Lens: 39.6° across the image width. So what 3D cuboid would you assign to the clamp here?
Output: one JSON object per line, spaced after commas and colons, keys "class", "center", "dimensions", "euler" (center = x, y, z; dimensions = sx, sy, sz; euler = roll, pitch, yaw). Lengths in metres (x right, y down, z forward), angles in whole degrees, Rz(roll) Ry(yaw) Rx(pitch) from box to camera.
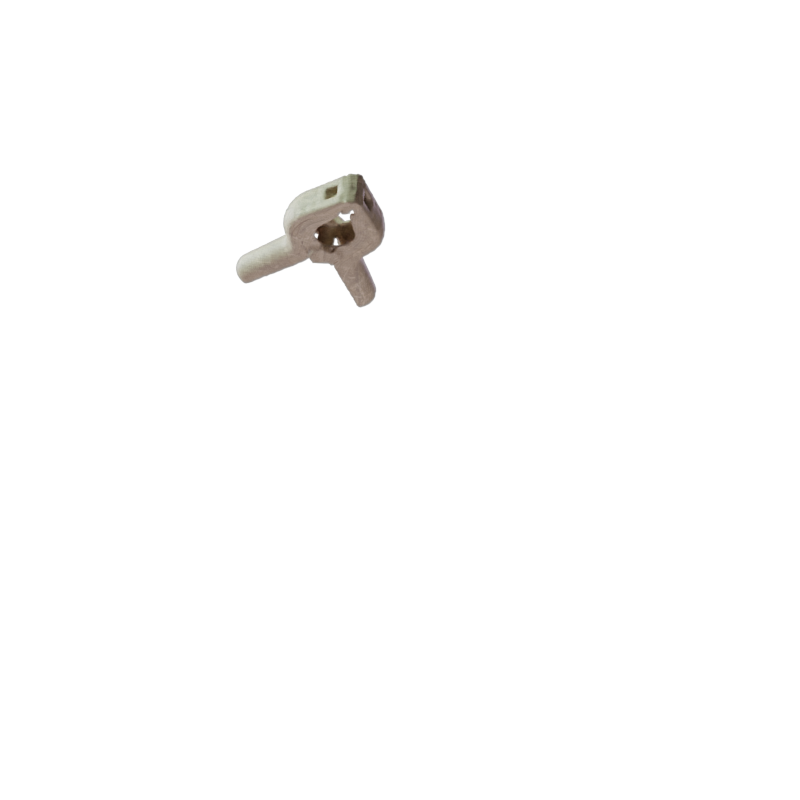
{"class": "clamp", "center": [-0.069, -0.126, 0.886], "dimensions": [0.119, 0.042, 0.163], "euler": [3, -27, -7]}
